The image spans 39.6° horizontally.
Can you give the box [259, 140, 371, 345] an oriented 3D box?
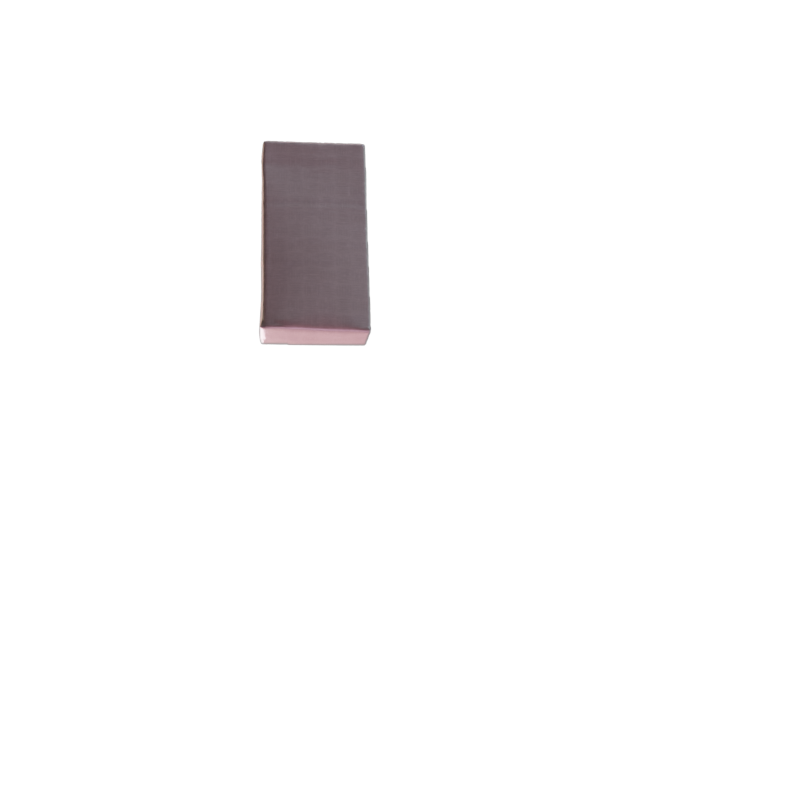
[{"bbox_3d":[-0.075,-0.137,0.959,0.093,0.186,0.046,1,-24,-5],"label":"box"}]
